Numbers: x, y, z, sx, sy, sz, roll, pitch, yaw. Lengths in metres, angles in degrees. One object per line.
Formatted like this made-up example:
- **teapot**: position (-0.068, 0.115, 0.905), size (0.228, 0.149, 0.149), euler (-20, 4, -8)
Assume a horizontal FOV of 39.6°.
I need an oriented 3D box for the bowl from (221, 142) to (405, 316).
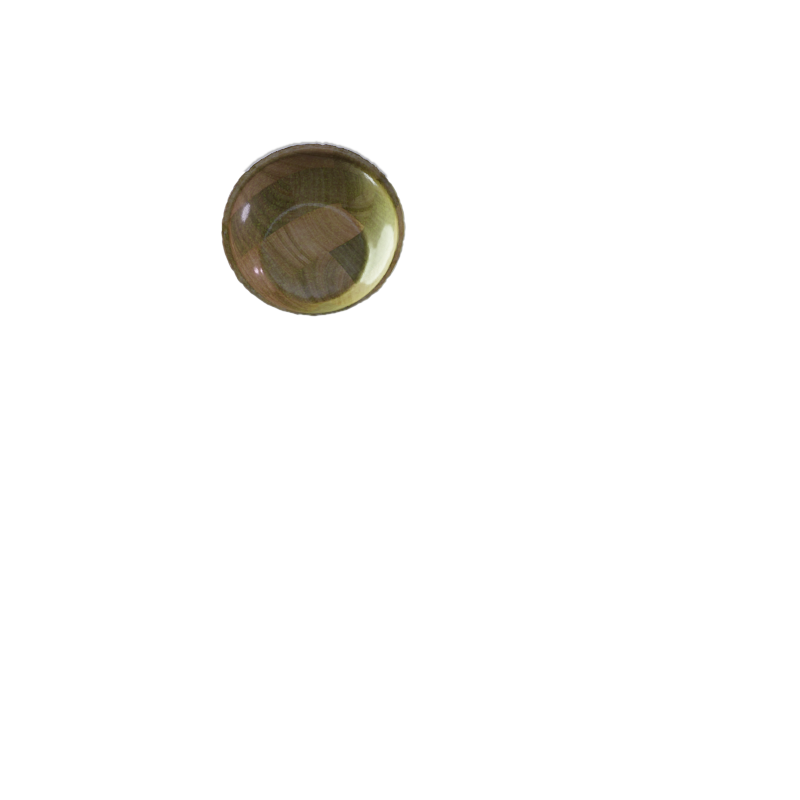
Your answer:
- **bowl**: position (-0.074, -0.136, 0.950), size (0.162, 0.154, 0.058), euler (1, 22, -1)
